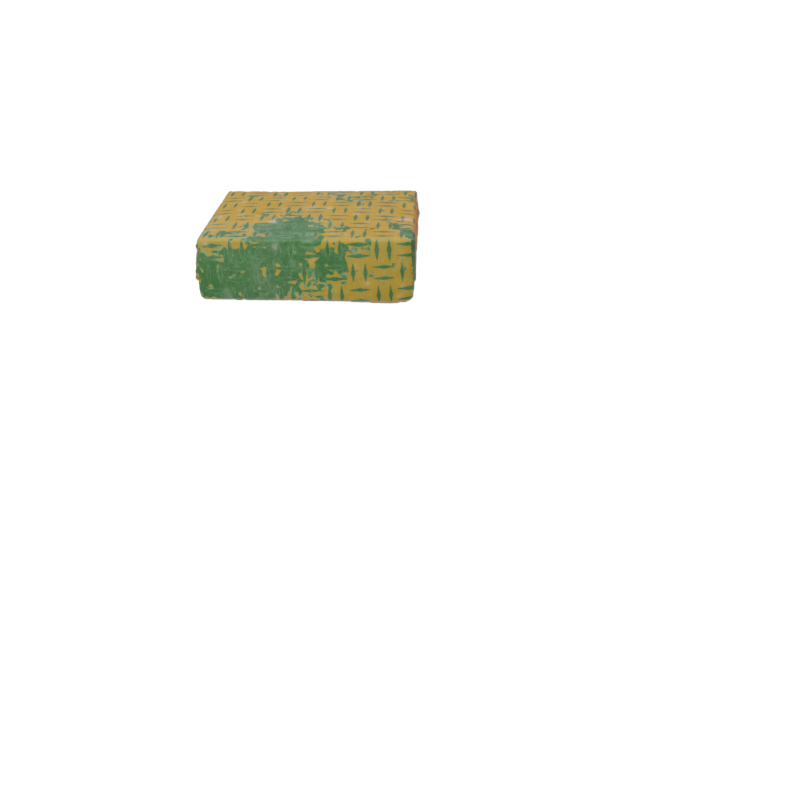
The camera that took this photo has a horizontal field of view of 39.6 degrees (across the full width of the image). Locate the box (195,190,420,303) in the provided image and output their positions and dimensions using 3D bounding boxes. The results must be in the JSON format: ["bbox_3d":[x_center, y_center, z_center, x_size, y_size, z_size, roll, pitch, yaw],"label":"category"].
[{"bbox_3d":[-0.047,-0.086,0.601,0.114,0.037,0.094,2,26,4],"label":"box"}]
